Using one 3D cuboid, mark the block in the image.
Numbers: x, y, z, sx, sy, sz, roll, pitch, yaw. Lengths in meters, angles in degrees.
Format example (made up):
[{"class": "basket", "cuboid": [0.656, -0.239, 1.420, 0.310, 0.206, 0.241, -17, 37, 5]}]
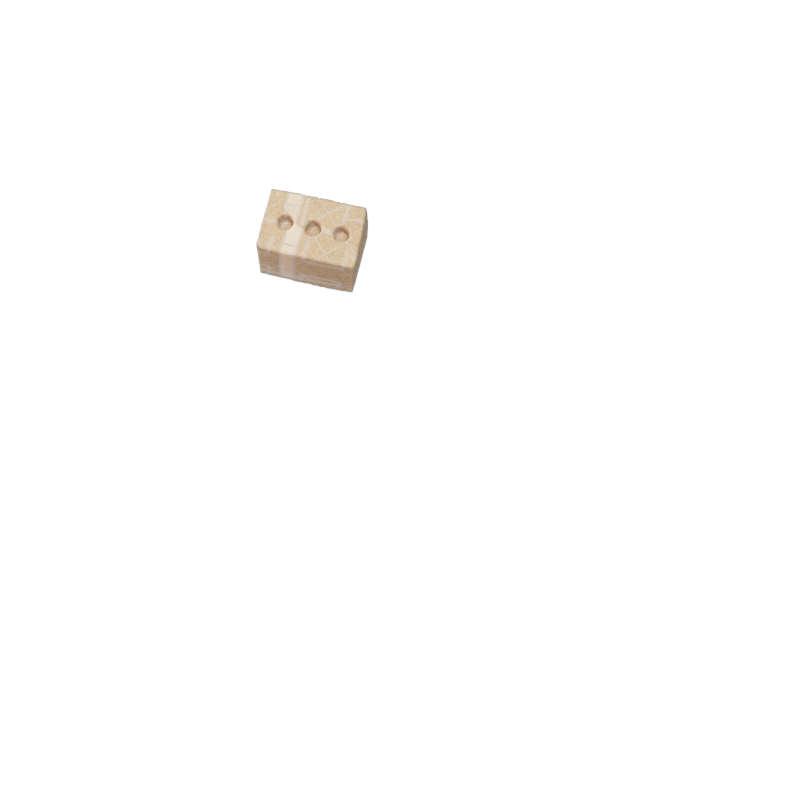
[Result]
[{"class": "block", "cuboid": [-0.067, -0.123, 0.860, 0.079, 0.055, 0.049, 12, -22, 4]}]
